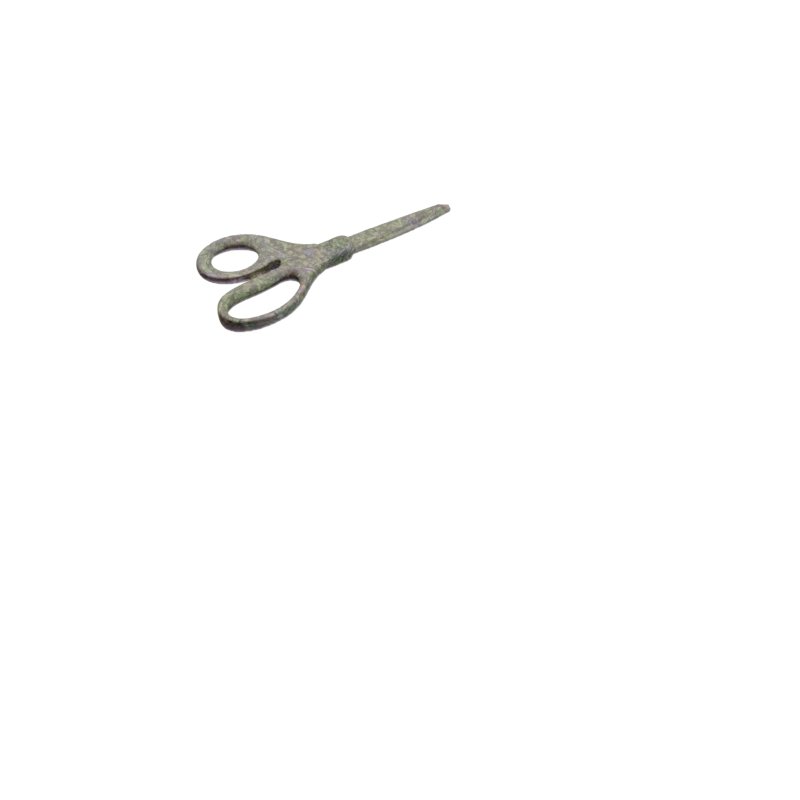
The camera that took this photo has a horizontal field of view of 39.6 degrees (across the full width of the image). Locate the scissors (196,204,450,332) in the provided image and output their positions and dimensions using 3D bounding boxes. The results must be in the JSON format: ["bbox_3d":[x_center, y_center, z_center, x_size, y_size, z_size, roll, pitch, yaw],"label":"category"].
[{"bbox_3d":[-0.064,-0.116,0.815,0.102,0.015,0.204,34,55,27],"label":"scissors"}]
